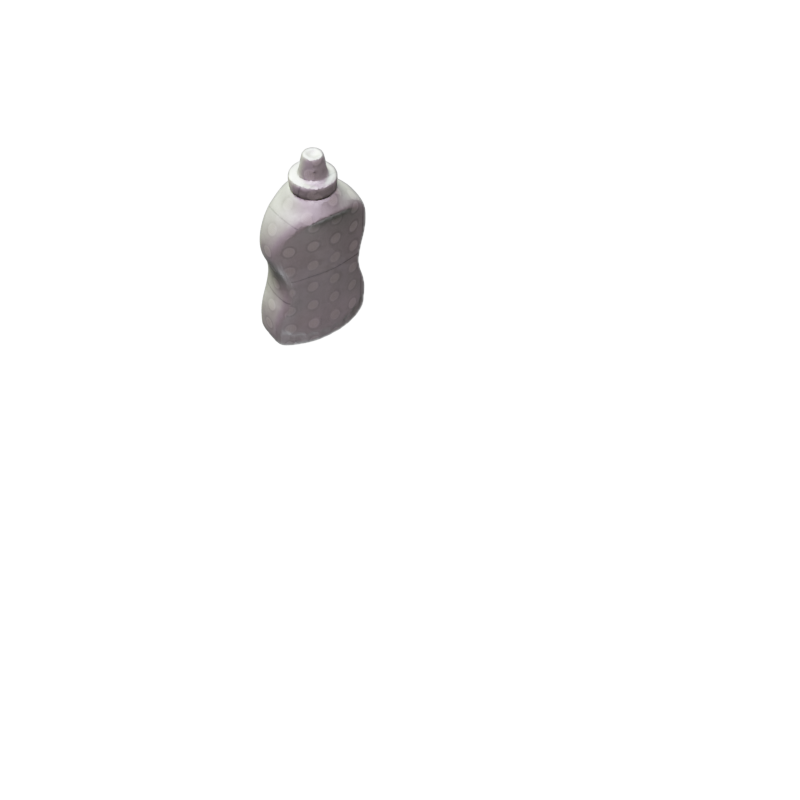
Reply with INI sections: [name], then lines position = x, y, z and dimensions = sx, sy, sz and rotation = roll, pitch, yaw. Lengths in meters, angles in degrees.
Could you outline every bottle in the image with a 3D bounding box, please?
[bottle]
position = -0.075, -0.137, 0.955
dimensions = 0.095, 0.179, 0.063
rotation = -25, 53, -24
